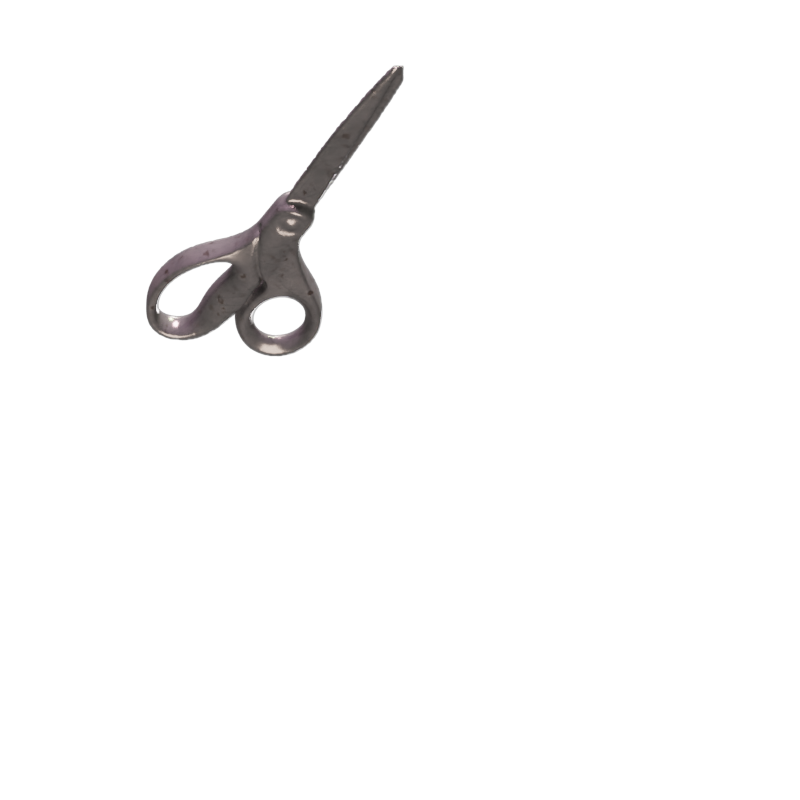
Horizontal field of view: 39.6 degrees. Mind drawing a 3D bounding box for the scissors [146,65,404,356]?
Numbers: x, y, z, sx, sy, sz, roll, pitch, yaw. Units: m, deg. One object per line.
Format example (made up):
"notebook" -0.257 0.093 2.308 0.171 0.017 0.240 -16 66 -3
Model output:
"scissors" -0.041 -0.074 0.520 0.200 0.017 0.090 -30 -46 34
